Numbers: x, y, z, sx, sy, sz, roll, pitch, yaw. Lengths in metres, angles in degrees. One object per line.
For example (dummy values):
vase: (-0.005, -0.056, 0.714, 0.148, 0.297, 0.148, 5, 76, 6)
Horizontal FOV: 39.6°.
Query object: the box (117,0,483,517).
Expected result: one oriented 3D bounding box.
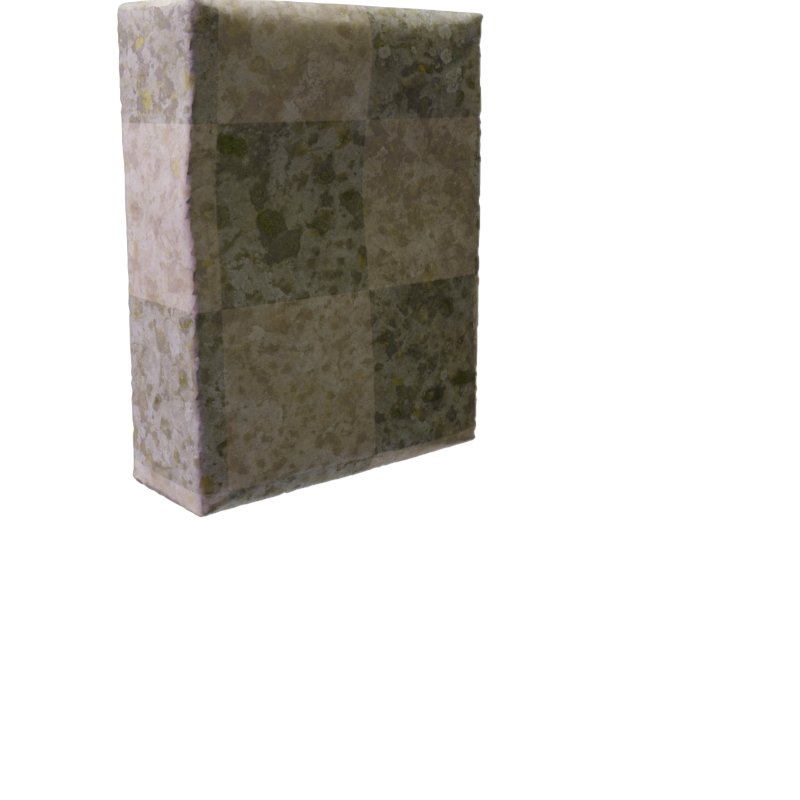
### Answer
box: (-0.040, -0.073, 0.511, 0.159, 0.209, 0.075, -8, 12, -38)
